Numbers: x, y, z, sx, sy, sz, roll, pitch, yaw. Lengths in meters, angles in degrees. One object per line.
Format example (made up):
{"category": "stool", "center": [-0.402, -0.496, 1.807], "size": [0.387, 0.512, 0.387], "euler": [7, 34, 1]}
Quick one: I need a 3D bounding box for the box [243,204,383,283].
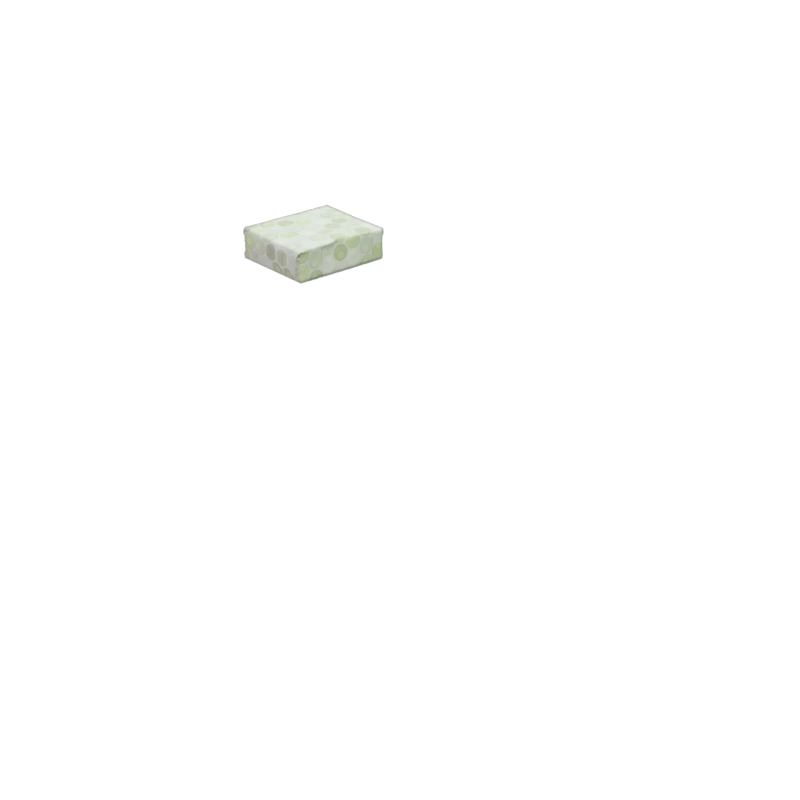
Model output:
{"category": "box", "center": [-0.070, -0.127, 0.888], "size": [0.088, 0.029, 0.078], "euler": [-21, 34, -35]}
